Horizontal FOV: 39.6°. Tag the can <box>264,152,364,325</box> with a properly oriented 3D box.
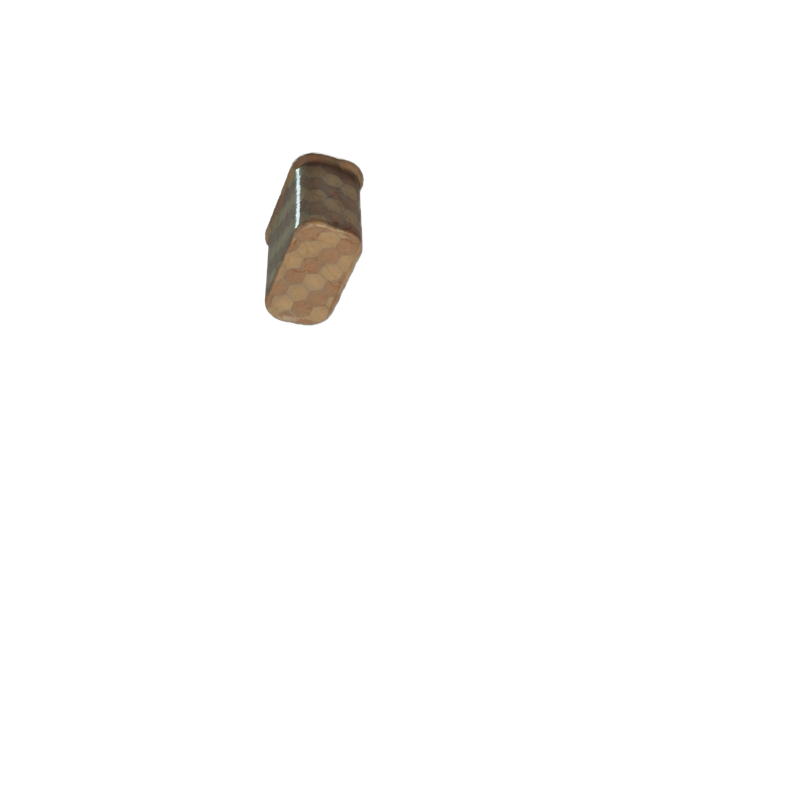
[{"bbox_3d":[-0.065,-0.117,0.823,0.056,0.097,0.090,14,41,-16],"label":"can"}]
